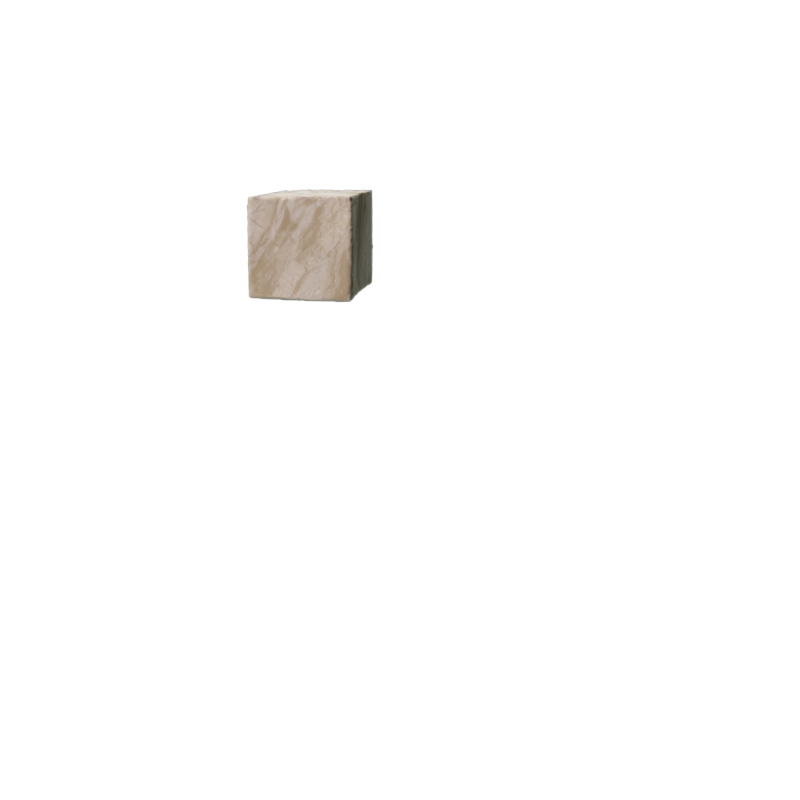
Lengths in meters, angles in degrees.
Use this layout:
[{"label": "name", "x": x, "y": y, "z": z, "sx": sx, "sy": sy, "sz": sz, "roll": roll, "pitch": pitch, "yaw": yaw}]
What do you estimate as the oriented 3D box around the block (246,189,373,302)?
[{"label": "block", "x": -0.044, "y": -0.081, "z": 0.567, "sx": 0.053, "sy": 0.050, "sz": 0.079, "roll": 1, "pitch": 11, "yaw": 7}]
